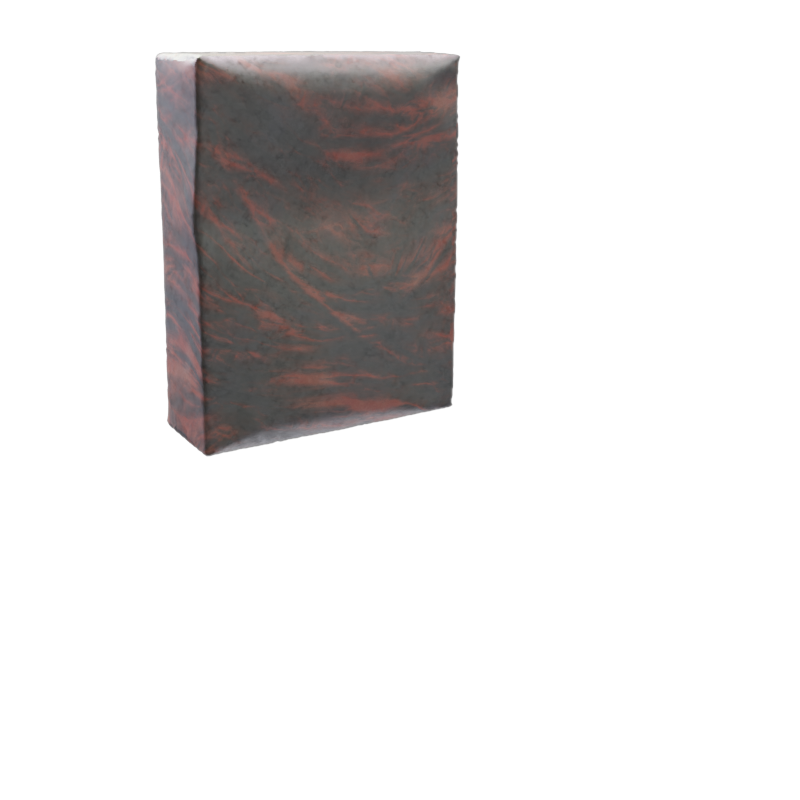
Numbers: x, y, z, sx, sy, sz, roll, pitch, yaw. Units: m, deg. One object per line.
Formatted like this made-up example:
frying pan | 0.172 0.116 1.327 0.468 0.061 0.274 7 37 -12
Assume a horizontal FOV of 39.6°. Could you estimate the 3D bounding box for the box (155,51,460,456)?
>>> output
box | -0.049 -0.090 0.632 0.160 0.208 0.076 -7 14 -29
